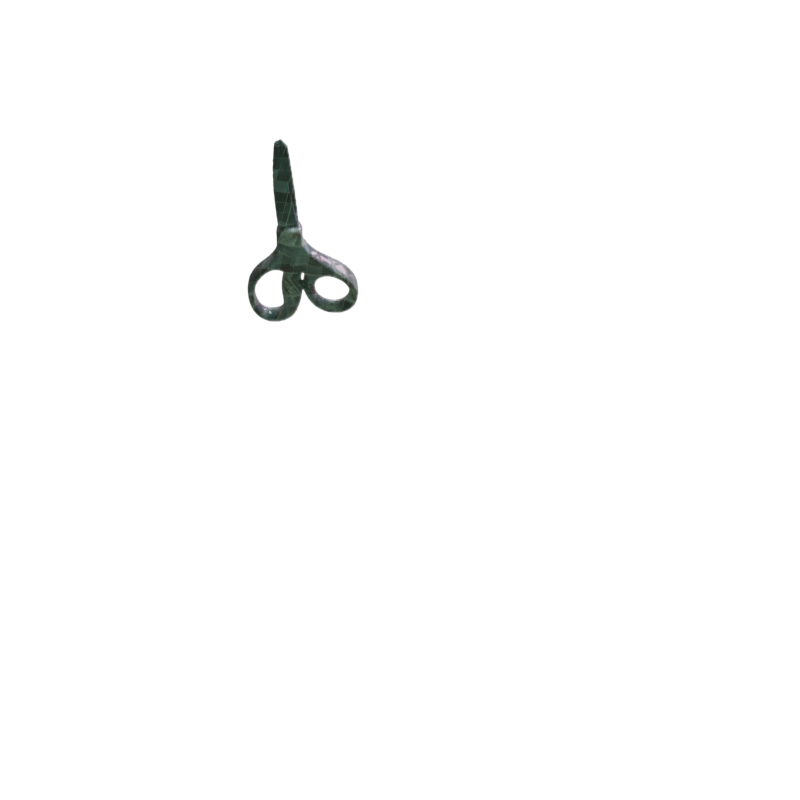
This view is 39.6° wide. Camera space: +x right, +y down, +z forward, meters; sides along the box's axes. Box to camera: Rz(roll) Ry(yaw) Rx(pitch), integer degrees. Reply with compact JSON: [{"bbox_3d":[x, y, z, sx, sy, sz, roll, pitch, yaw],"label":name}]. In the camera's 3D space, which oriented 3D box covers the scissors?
[{"bbox_3d":[-0.065,-0.118,0.829,0.094,0.017,0.192,9,-34,-13],"label":"scissors"}]
